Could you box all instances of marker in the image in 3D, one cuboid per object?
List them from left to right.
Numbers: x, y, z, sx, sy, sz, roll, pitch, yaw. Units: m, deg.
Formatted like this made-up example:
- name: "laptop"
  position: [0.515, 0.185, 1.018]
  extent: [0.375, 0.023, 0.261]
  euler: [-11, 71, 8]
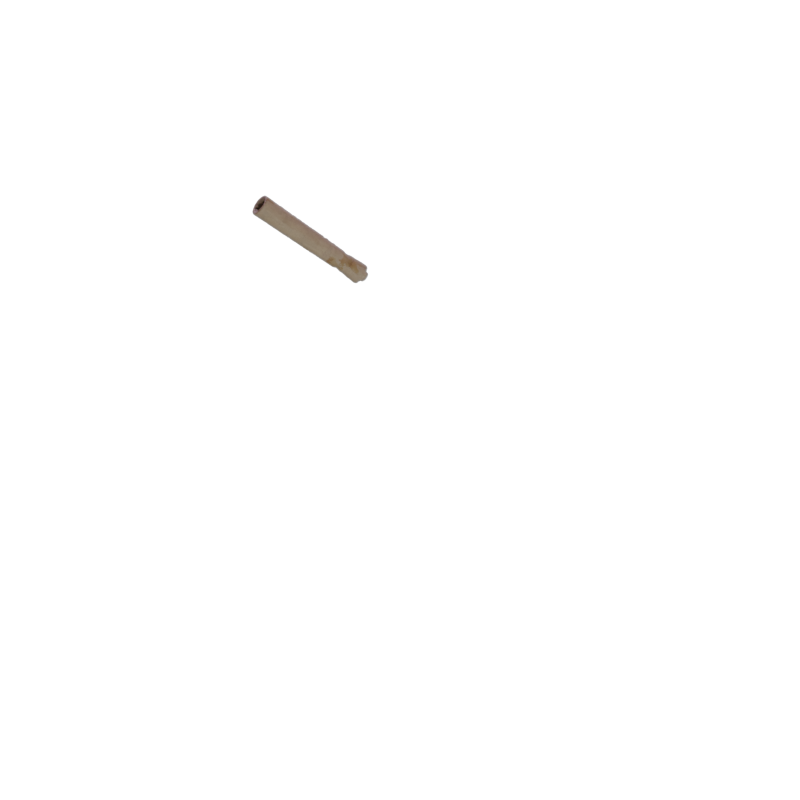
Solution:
- name: "marker"
  position: [-0.075, -0.136, 0.952]
  extent: [0.114, 0.020, 0.020]
  euler: [32, -13, -26]
